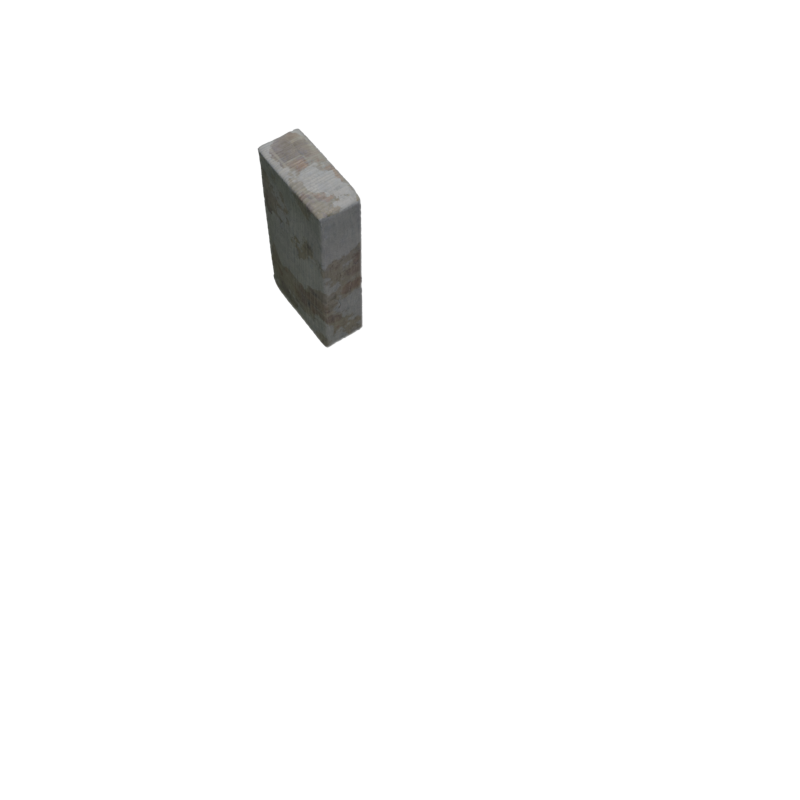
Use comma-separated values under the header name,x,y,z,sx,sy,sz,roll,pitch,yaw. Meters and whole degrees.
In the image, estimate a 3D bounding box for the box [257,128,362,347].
name,x,y,z,sx,sy,sz,roll,pitch,yaw
box,-0.071,-0.131,0.918,0.048,0.100,0.165,-27,-29,-20
